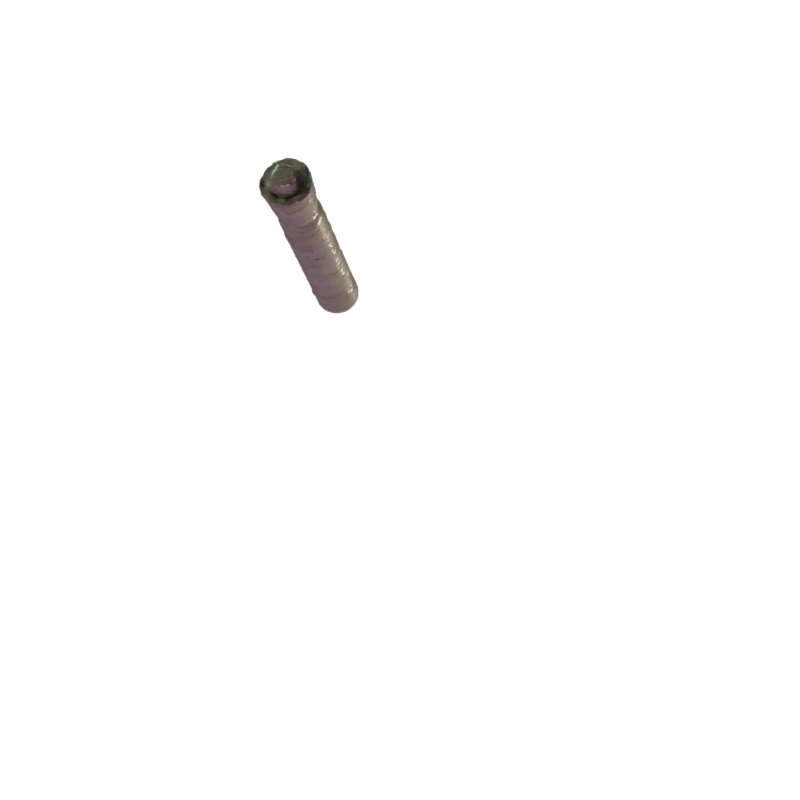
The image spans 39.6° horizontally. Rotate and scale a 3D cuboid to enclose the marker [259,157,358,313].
[{"bbox_3d":[-0.034,-0.062,0.433,0.020,0.021,0.114,1,-15,7],"label":"marker"}]
